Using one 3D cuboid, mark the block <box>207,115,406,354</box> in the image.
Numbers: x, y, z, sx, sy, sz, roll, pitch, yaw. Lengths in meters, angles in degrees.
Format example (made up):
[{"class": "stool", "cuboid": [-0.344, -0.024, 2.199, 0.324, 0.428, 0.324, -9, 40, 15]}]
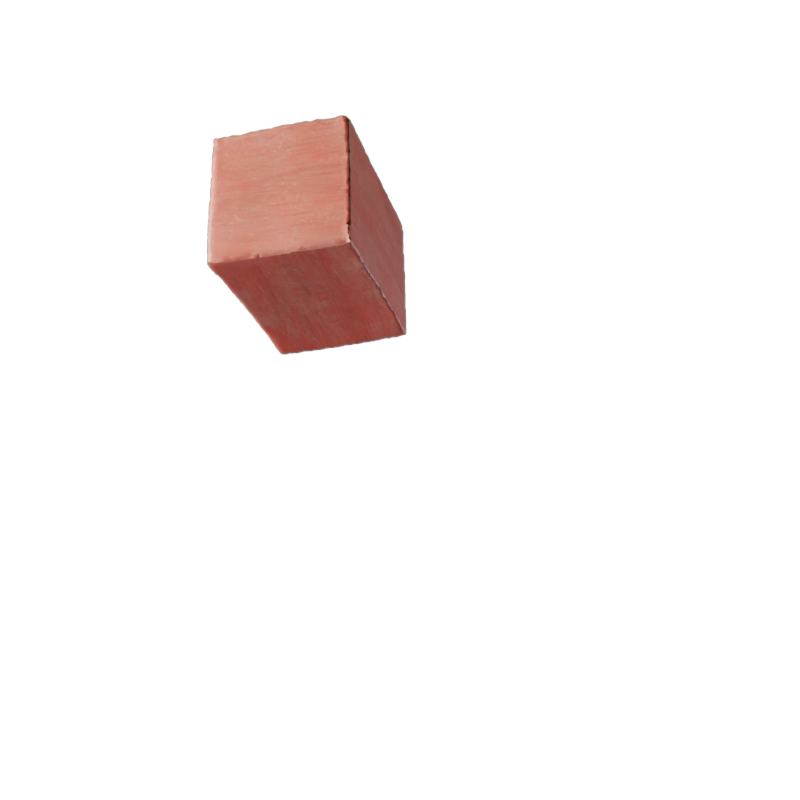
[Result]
[{"class": "block", "cuboid": [-0.032, -0.058, 0.406, 0.053, 0.054, 0.072, -8, -27, 13]}]
